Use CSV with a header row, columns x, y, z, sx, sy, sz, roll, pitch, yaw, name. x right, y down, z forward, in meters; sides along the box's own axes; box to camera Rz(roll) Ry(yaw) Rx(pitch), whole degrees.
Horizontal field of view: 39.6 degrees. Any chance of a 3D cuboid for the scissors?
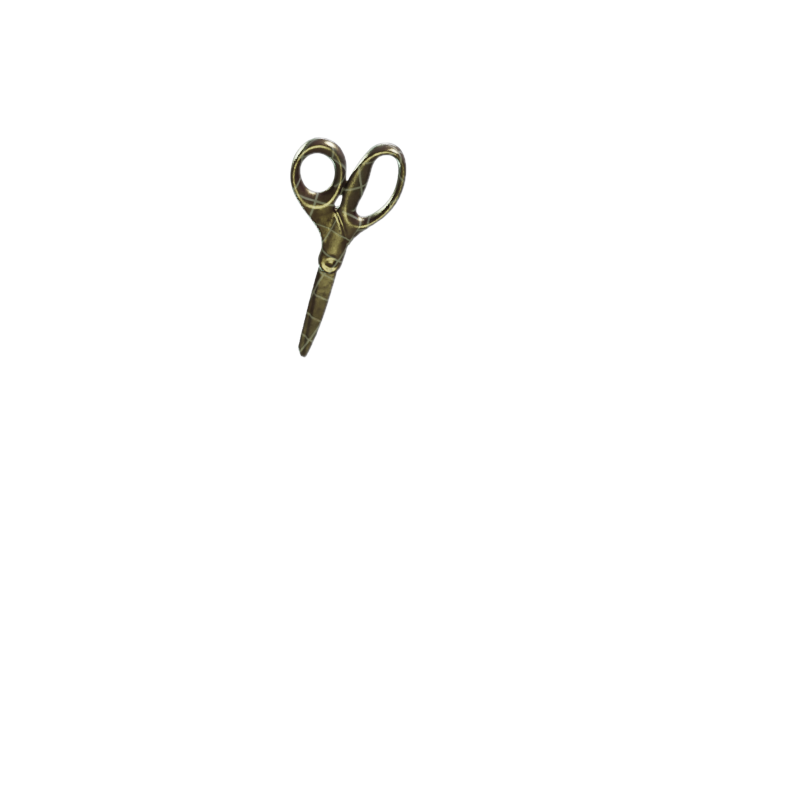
x,y,z,sx,sy,sz,roll,pitch,yaw,name
-0.068,-0.124,0.872,0.093,0.196,0.017,28,27,-16,scissors
